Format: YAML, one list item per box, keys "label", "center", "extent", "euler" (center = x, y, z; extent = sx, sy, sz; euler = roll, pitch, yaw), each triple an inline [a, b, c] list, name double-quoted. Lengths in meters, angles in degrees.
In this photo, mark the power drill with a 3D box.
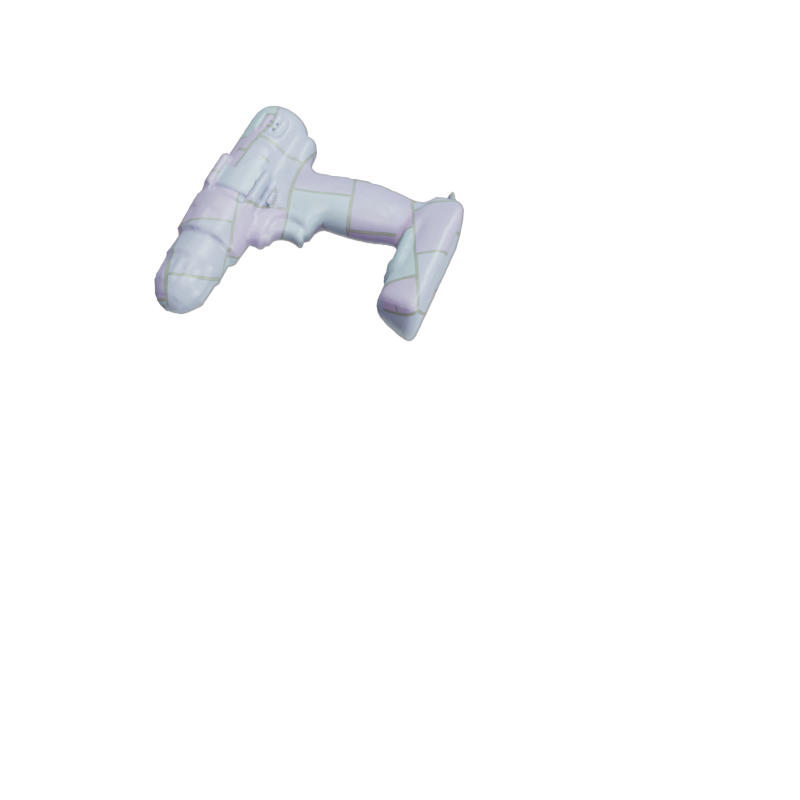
- label: "power drill"
  center: [-0.062, -0.114, 0.796]
  extent: [0.192, 0.191, 0.054]
  euler: [23, -25, 11]
